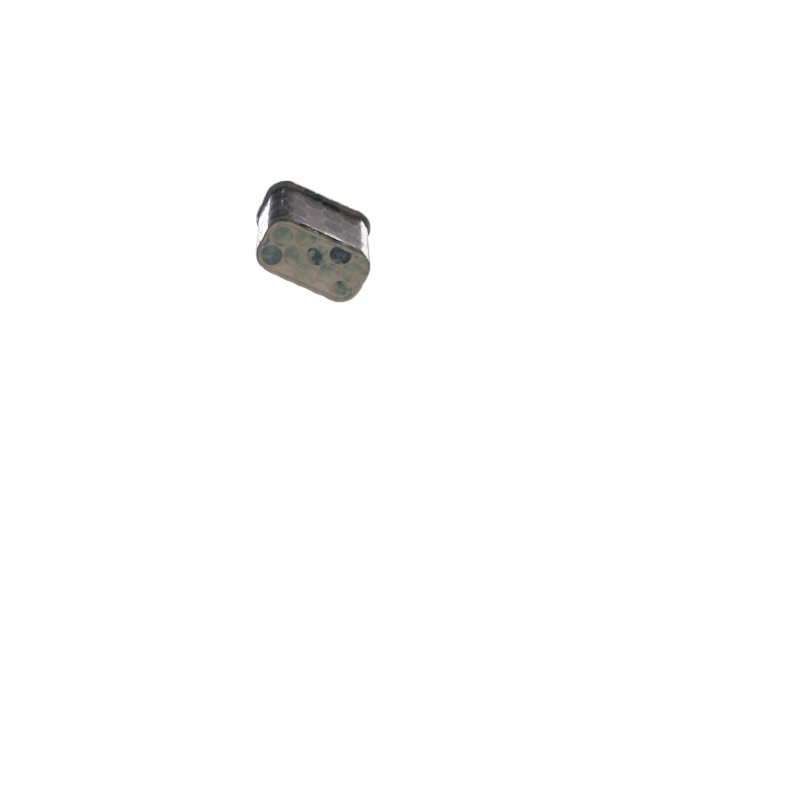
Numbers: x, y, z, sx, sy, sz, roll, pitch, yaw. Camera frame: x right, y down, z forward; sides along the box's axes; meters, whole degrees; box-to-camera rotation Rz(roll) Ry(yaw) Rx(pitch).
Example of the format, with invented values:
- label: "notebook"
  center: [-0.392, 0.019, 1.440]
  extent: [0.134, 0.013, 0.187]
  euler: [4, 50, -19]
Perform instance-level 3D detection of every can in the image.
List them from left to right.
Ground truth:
- label: "can"
  center: [-0.076, -0.138, 0.967]
  extent: [0.099, 0.056, 0.089]
  euler: [22, 26, -13]
